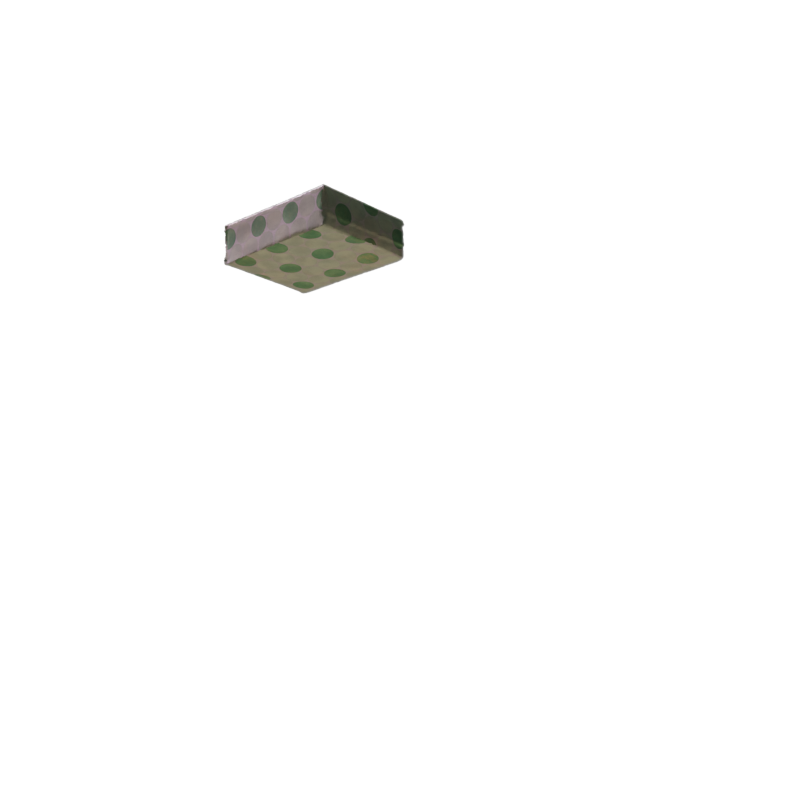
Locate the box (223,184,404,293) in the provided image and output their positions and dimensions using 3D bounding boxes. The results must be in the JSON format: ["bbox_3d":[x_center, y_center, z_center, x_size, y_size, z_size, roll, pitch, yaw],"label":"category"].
[{"bbox_3d":[-0.067,-0.122,0.857,0.115,0.041,0.084,-16,-25,39],"label":"box"}]
